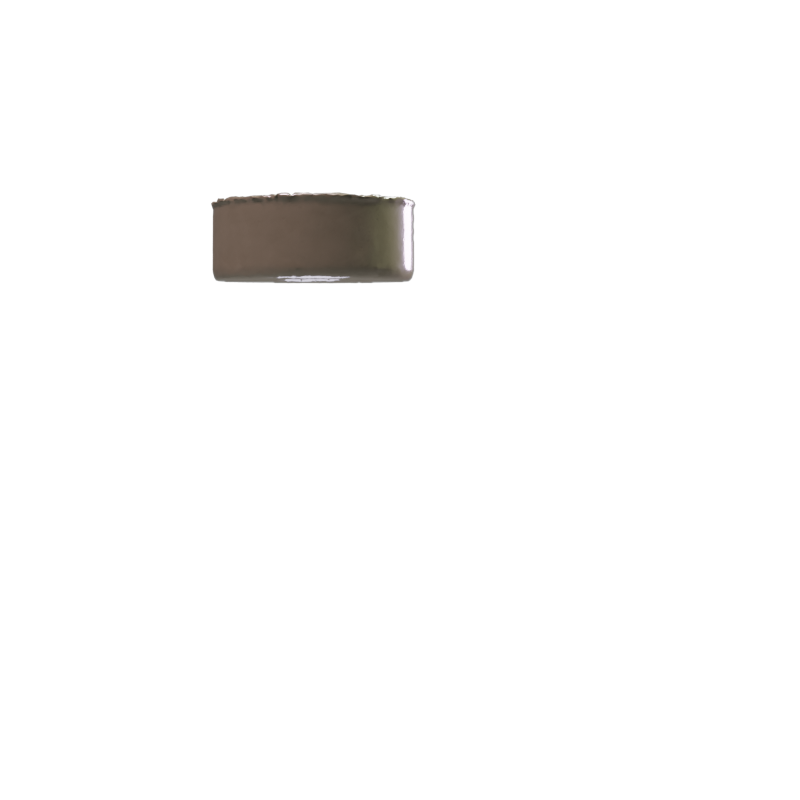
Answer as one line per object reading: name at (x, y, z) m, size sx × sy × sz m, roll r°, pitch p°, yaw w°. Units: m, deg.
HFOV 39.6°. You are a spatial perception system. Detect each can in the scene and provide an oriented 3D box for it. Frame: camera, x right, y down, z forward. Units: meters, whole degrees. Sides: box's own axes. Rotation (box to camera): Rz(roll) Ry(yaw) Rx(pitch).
can at (-0.036, -0.066, 0.466) m, size 0.086 × 0.034 × 0.086 m, roll 0°, pitch 4°, yaw -2°
